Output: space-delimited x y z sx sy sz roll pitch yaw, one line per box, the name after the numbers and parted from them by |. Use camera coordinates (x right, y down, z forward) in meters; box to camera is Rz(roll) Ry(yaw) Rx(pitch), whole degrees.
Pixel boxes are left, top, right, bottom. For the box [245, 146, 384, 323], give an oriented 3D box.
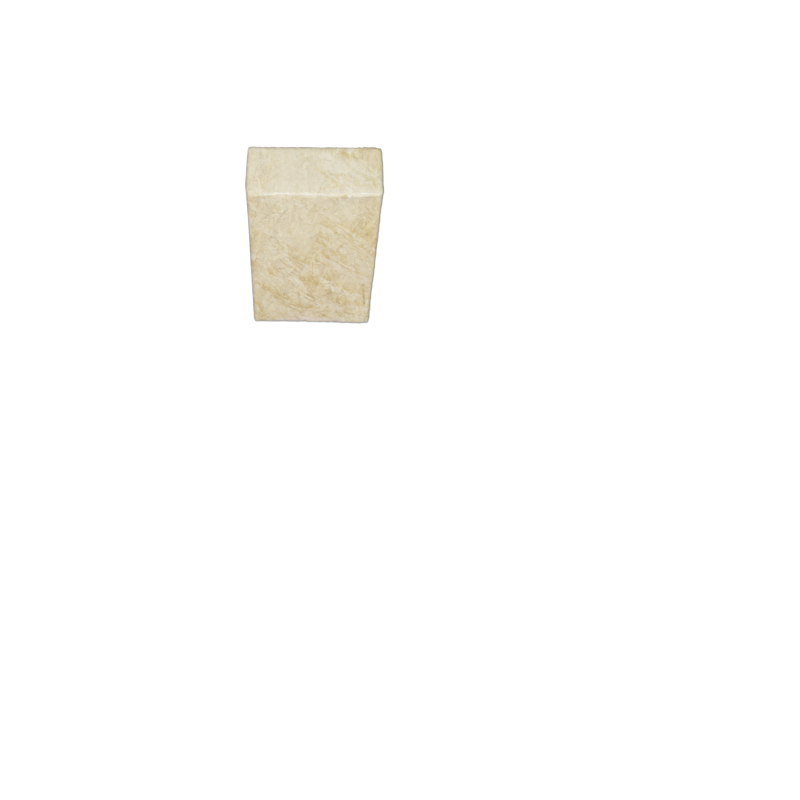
-0.063 -0.114 0.803 0.093 0.051 0.167 1 -24 -3 | box
